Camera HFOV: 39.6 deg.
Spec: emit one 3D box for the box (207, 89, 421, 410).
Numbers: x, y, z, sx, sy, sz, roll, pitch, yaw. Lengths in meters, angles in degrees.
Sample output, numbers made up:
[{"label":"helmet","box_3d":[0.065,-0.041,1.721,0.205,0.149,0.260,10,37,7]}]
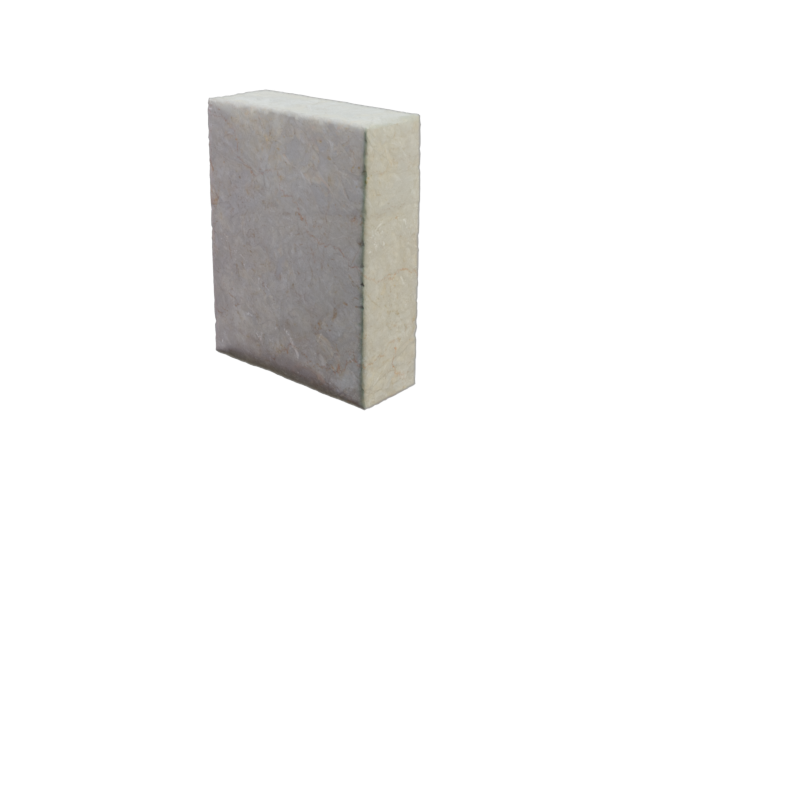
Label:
[{"label":"box","box_3d":[-0.067,-0.121,0.850,0.174,0.205,0.071,18,25,38]}]
